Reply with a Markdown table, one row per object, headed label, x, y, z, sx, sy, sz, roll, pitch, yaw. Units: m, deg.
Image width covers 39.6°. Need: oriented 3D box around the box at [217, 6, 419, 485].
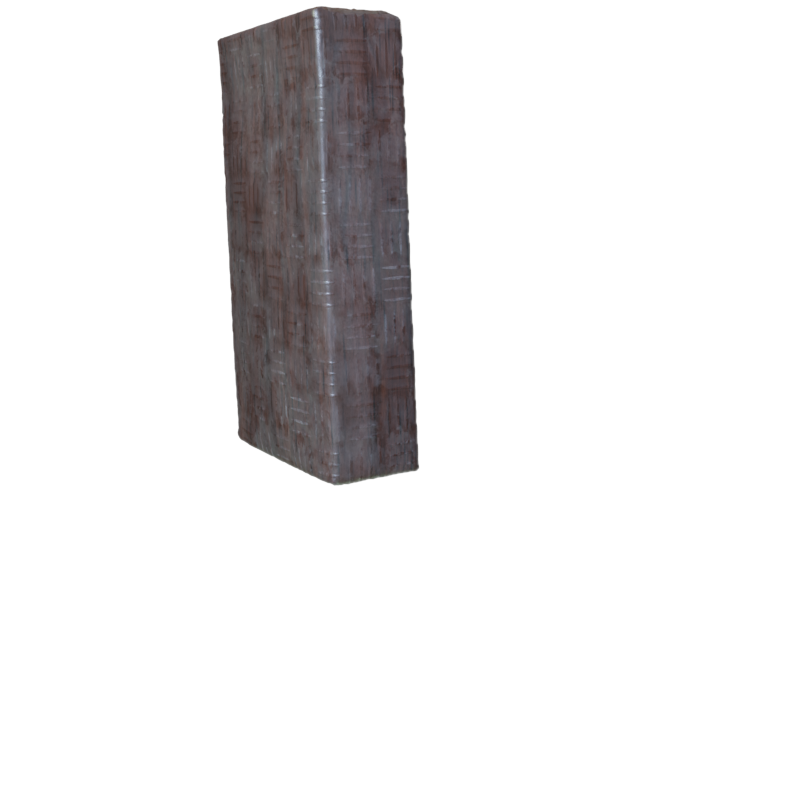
| label | x | y | z | sx | sy | sz | roll | pitch | yaw |
| --- | --- | --- | --- | --- | --- | --- | --- | --- | --- |
| box | -0.035 | -0.064 | 0.451 | 0.046 | 0.175 | 0.097 | -2 | 5 | -31 |
